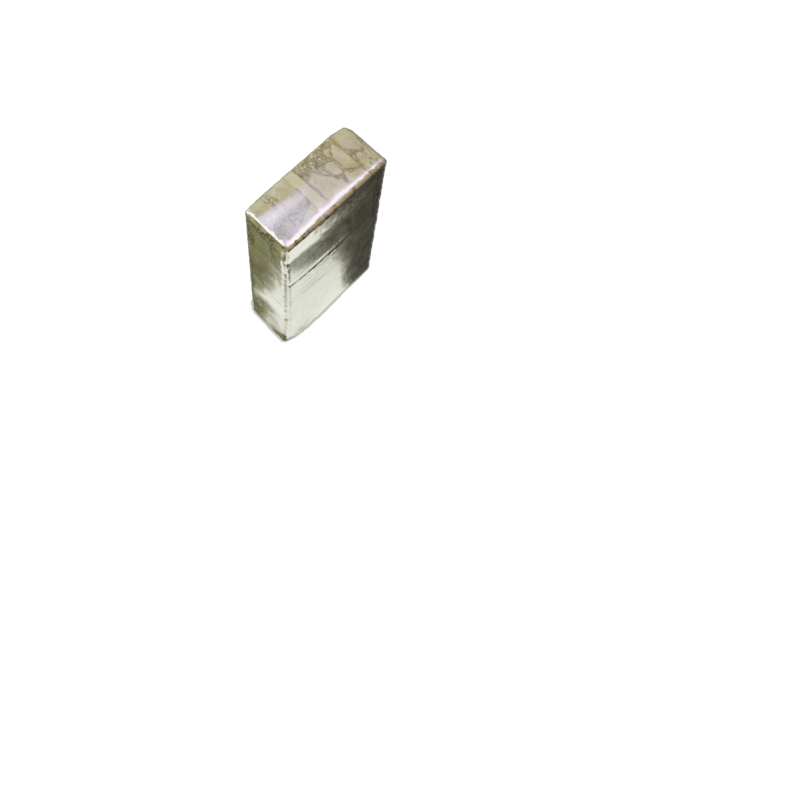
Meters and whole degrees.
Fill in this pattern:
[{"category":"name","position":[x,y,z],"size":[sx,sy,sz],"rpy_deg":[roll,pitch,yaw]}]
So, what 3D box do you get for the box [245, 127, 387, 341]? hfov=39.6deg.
[{"category":"box","position":[-0.061,-0.111,0.773],"size":[0.050,0.094,0.168],"rpy_deg":[42,-17,10]}]
